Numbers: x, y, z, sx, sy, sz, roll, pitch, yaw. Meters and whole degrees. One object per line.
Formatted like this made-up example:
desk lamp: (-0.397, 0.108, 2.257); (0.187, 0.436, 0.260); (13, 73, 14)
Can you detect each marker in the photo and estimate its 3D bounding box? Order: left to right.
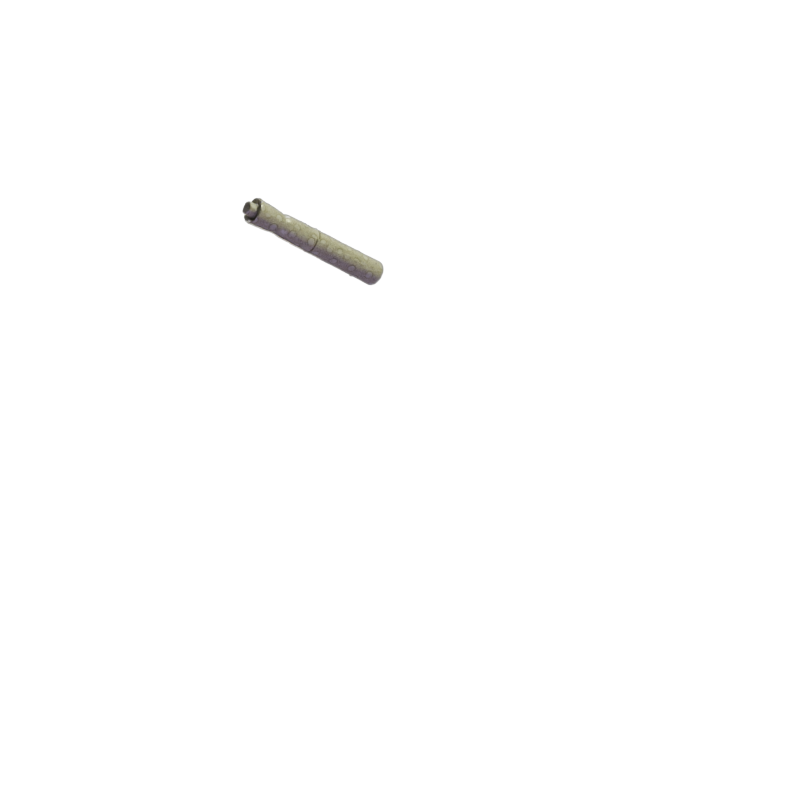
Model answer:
marker: (-0.060, -0.110, 0.772); (0.114, 0.020, 0.021); (24, -11, -36)
